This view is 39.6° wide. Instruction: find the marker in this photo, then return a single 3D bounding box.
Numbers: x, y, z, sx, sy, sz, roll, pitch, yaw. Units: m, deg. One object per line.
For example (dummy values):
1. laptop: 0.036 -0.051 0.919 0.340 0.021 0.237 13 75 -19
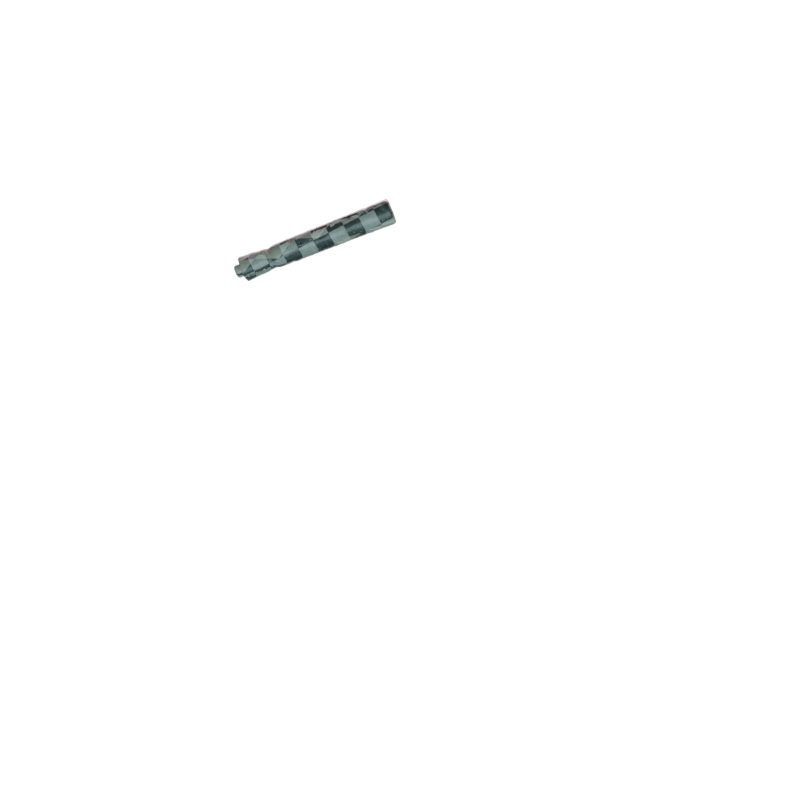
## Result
1. marker: -0.062 -0.114 0.795 0.121 0.020 0.020 -21 2 7
